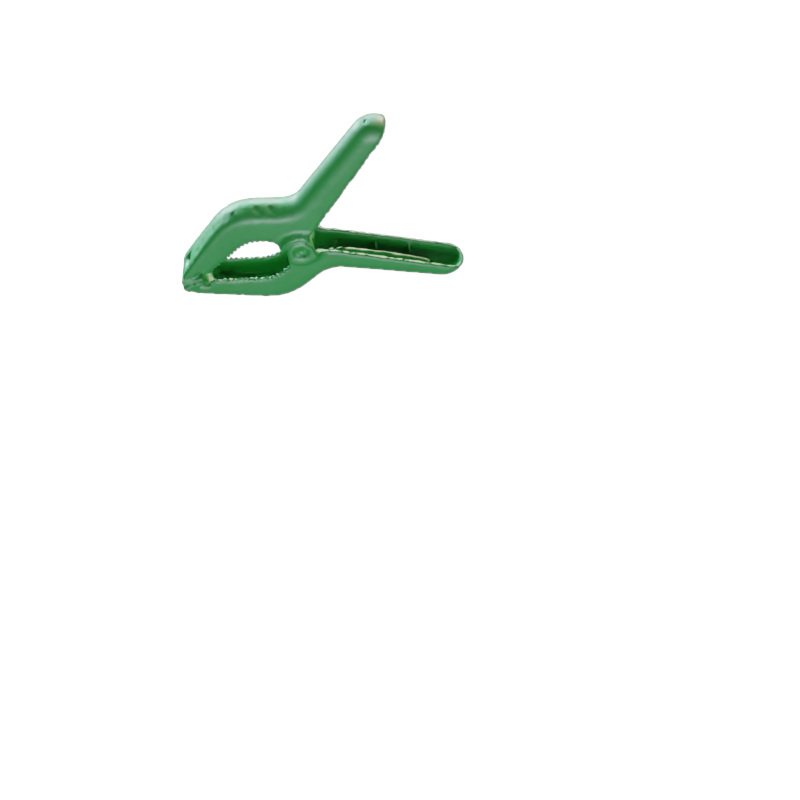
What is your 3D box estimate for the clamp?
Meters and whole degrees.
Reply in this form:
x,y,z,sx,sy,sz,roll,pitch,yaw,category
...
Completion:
x,y,z,sx,sy,sz,roll,pitch,yaw,category
-0.065,-0.119,0.834,0.211,0.039,0.152,-21,-44,23,clamp
